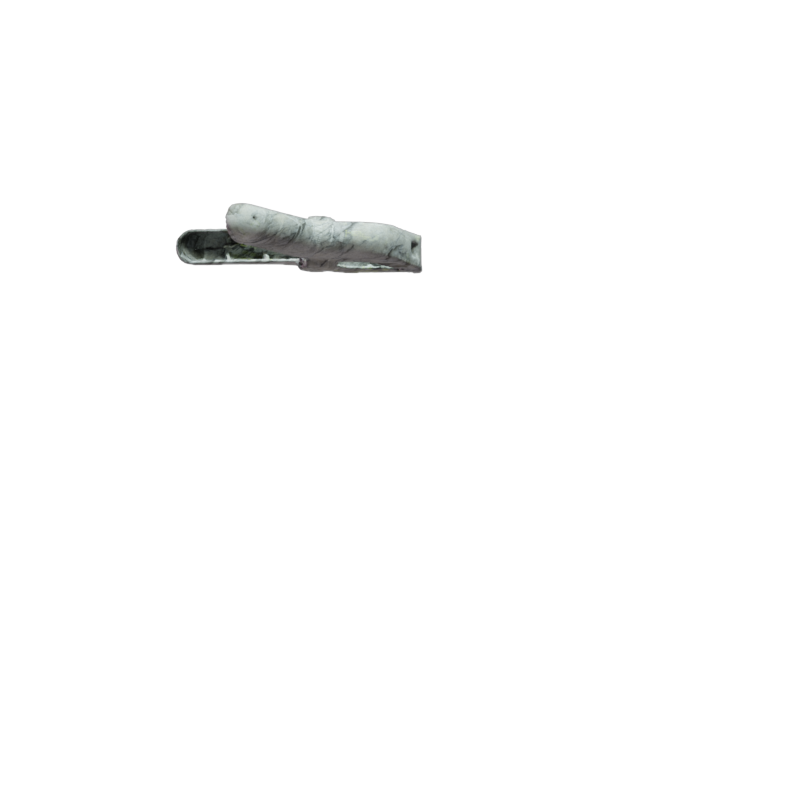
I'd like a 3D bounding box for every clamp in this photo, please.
[{"bbox_3d":[-0.058,-0.107,0.746,0.168,0.039,0.122,-1,4,-16],"label":"clamp"}]
